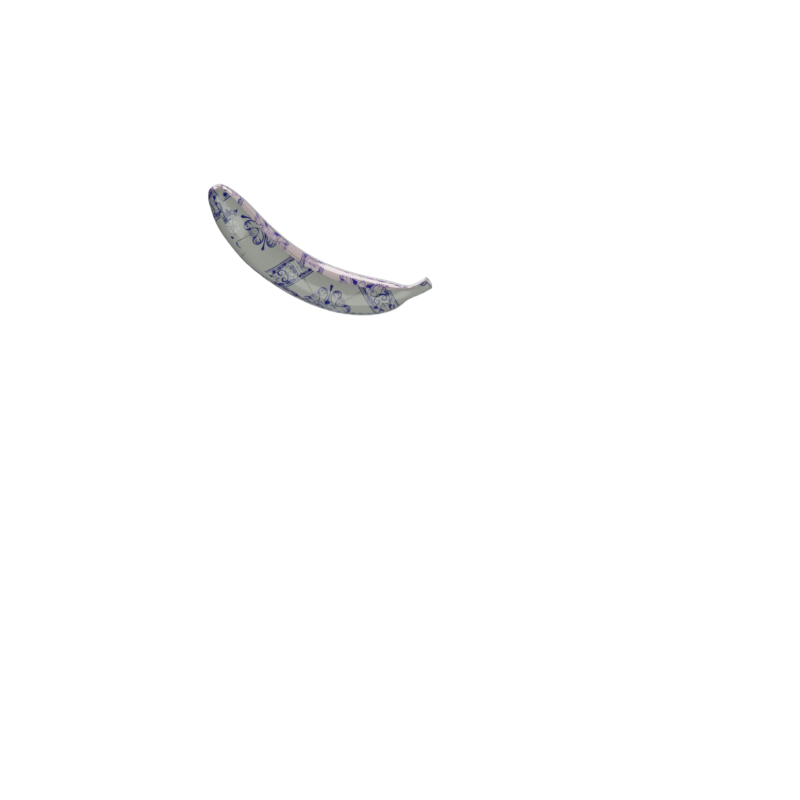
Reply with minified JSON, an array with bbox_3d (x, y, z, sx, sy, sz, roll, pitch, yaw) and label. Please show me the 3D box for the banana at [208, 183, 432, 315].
[{"bbox_3d":[-0.076,-0.114,0.910,0.193,0.067,0.039,22,27,-12],"label":"banana"}]
